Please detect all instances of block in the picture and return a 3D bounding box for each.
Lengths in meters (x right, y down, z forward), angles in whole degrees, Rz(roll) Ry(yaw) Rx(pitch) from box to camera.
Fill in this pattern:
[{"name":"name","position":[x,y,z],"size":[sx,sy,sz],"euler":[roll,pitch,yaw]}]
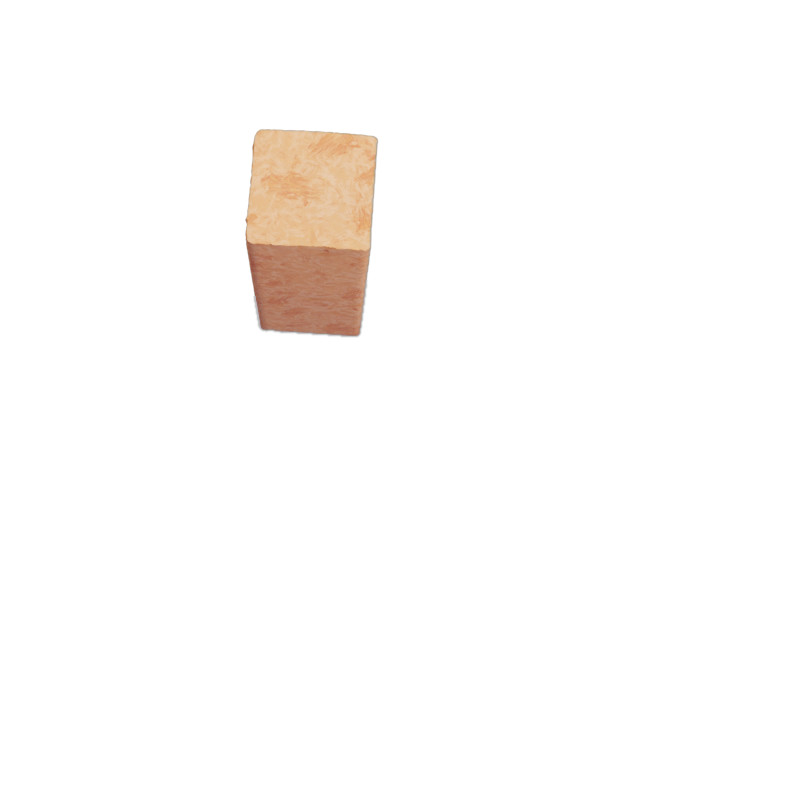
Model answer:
[{"name":"block","position":[-0.069,-0.125,0.871],"size":[0.090,0.094,0.198],"euler":[4,-15,-3]}]
